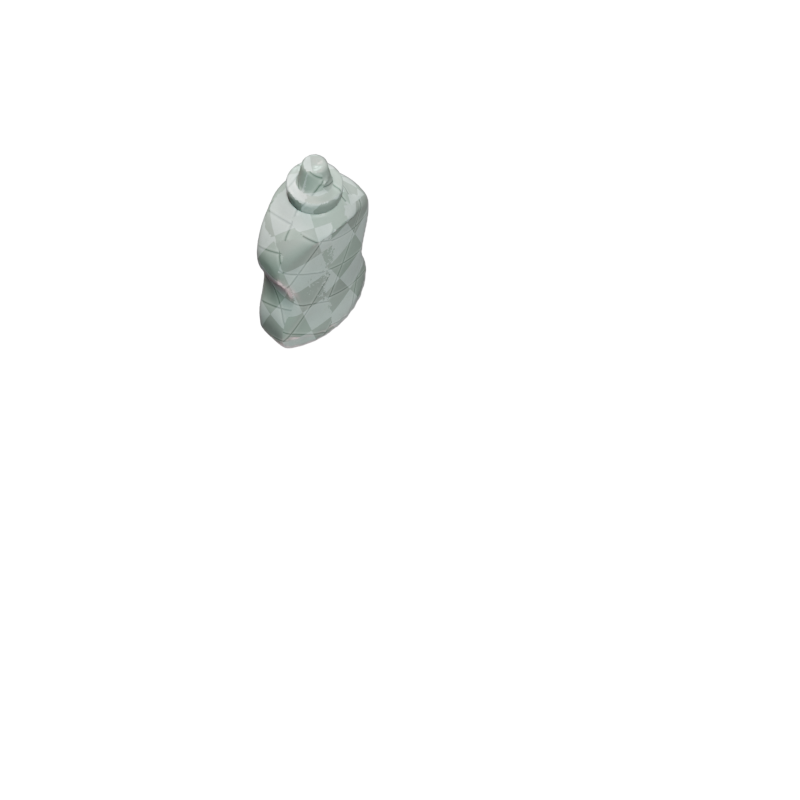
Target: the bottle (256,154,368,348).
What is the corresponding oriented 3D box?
[{"bbox_3d":[-0.066,-0.120,0.845,0.097,0.062,0.180,-39,-20,-22],"label":"bottle"}]
